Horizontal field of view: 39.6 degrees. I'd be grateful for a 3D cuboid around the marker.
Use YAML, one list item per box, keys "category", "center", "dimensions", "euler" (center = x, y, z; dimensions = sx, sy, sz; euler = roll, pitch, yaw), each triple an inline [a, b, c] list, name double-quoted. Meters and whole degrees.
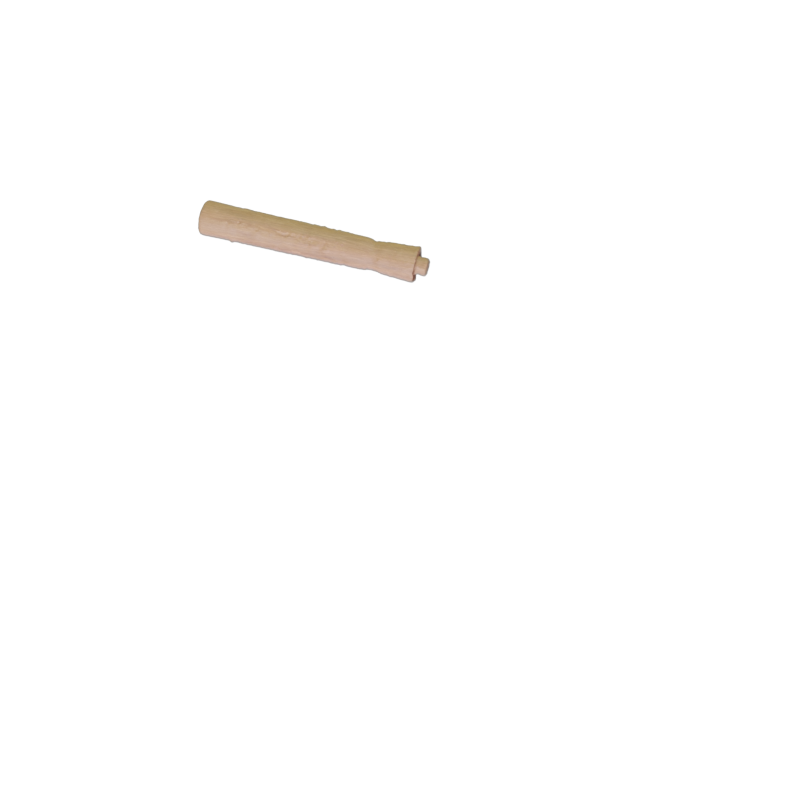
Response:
- category: "marker"
  center: [-0.044, -0.081, 0.569]
  dimensions: [0.124, 0.020, 0.019]
  euler: [14, 7, 13]
